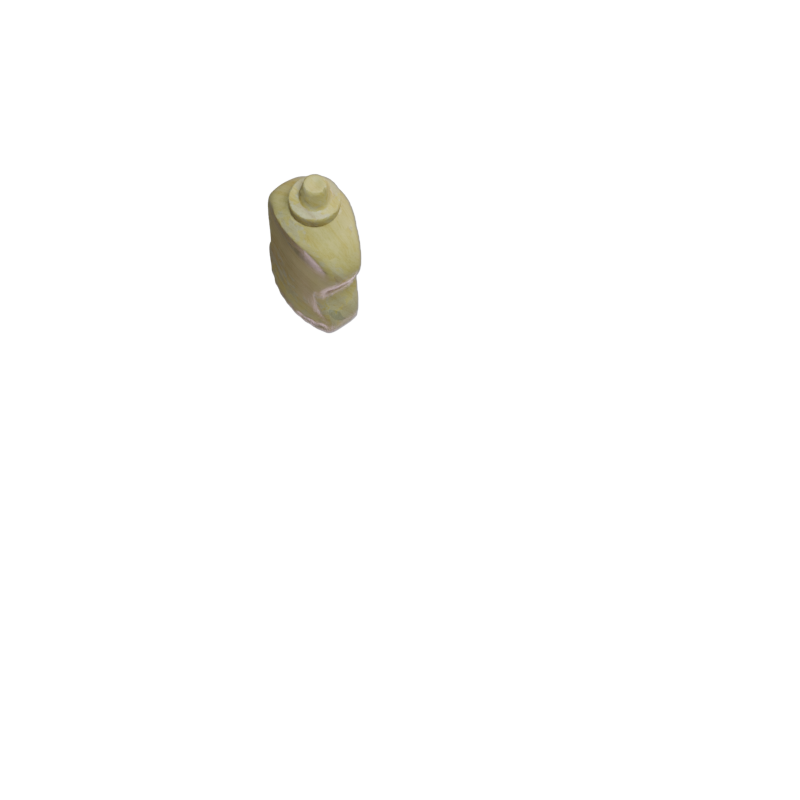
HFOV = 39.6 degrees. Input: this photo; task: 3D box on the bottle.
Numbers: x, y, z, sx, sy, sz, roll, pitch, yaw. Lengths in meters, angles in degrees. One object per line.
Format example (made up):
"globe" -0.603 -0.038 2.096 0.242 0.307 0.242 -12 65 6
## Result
"bottle" -0.071 -0.131 0.915 0.058 0.101 0.182 -32 -16 -14
